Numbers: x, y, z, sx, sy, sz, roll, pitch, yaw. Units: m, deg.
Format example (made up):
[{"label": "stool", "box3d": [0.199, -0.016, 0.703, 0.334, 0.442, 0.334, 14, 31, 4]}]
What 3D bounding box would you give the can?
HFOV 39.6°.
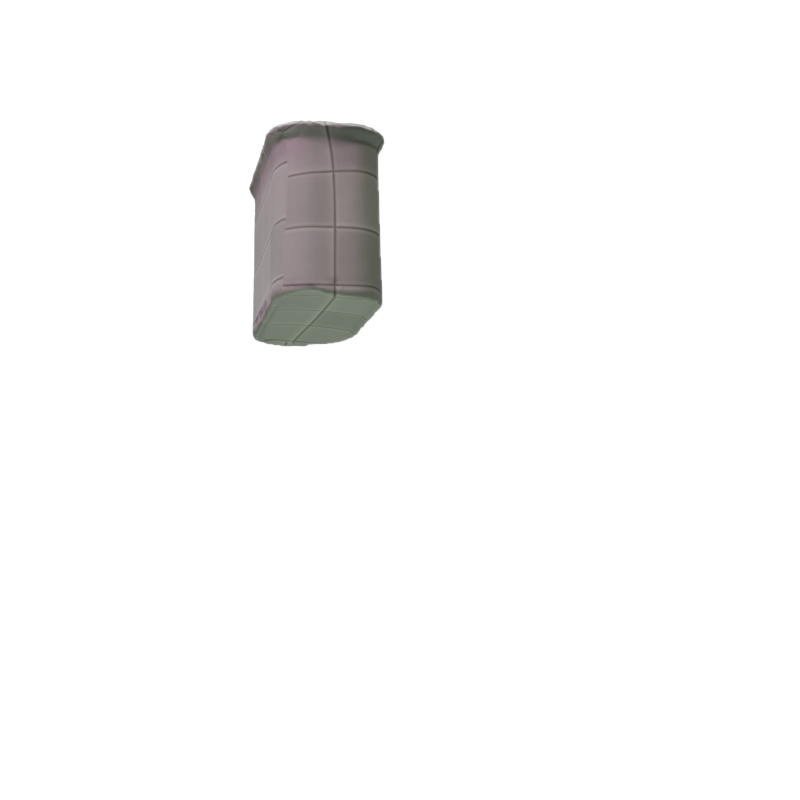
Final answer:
[{"label": "can", "box3d": [-0.043, -0.078, 0.547, 0.056, 0.087, 0.100, 3, -15, -13]}]
